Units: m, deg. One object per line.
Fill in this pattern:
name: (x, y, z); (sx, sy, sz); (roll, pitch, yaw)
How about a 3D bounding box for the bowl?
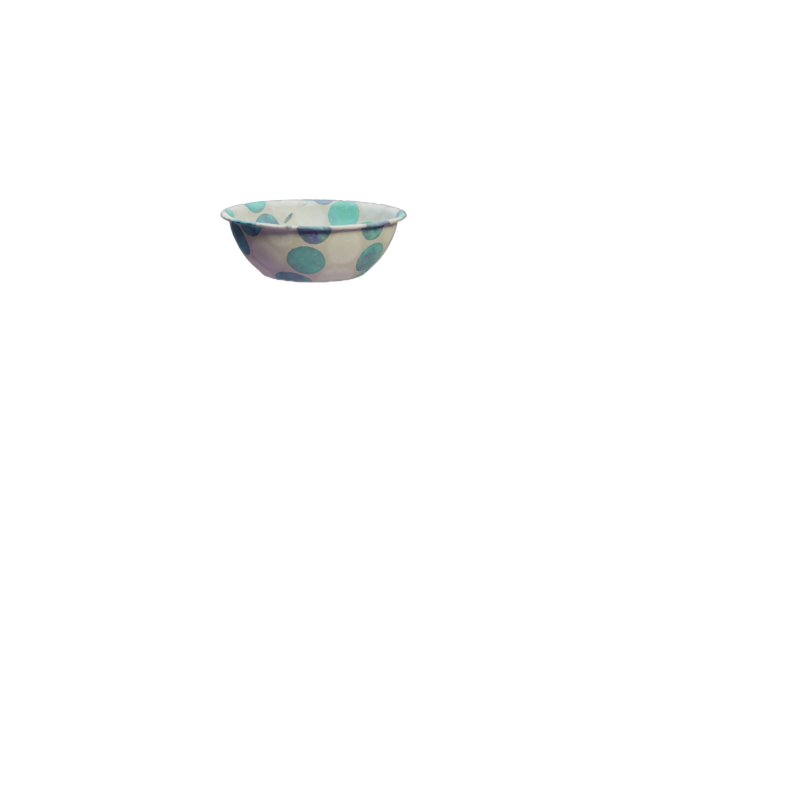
bowl: (-0.076, -0.138, 0.964); (0.162, 0.053, 0.167); (-1, 16, -2)
